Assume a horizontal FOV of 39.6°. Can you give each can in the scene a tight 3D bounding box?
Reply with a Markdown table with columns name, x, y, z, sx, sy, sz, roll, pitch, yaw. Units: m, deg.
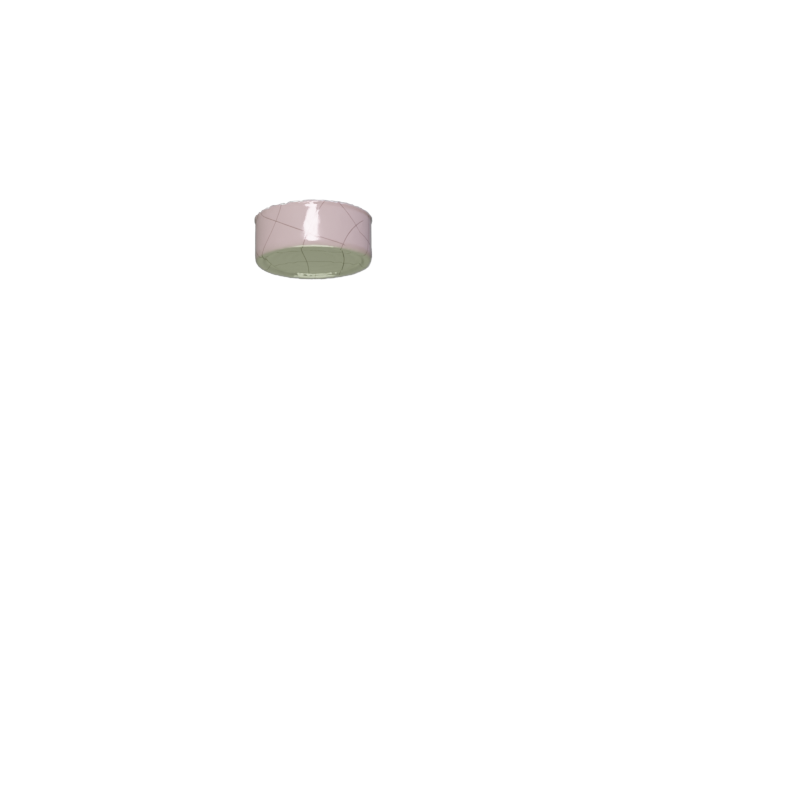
| name | x | y | z | sx | sy | sz | roll | pitch | yaw |
| --- | --- | --- | --- | --- | --- | --- | --- | --- | --- |
| can | -0.063 | -0.114 | 0.800 | 0.086 | 0.035 | 0.083 | 0 | -12 | -2 |
